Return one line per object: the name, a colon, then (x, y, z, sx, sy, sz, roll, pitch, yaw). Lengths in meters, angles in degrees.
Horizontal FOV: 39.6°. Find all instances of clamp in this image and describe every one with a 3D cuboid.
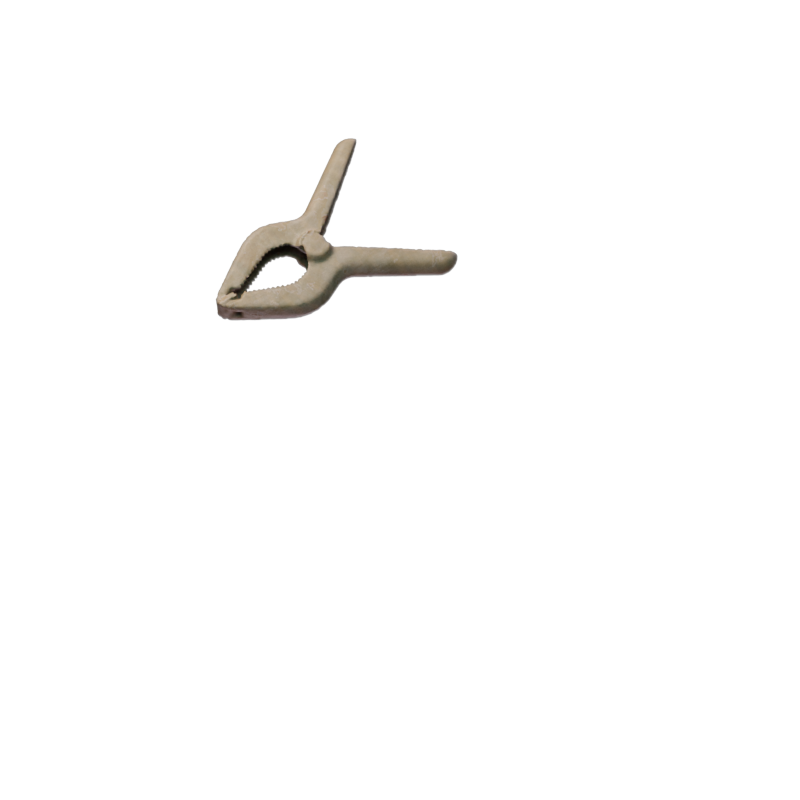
clamp: (-0.078, -0.142, 0.992, 0.209, 0.175, 0.034, -26, -26, -14)
